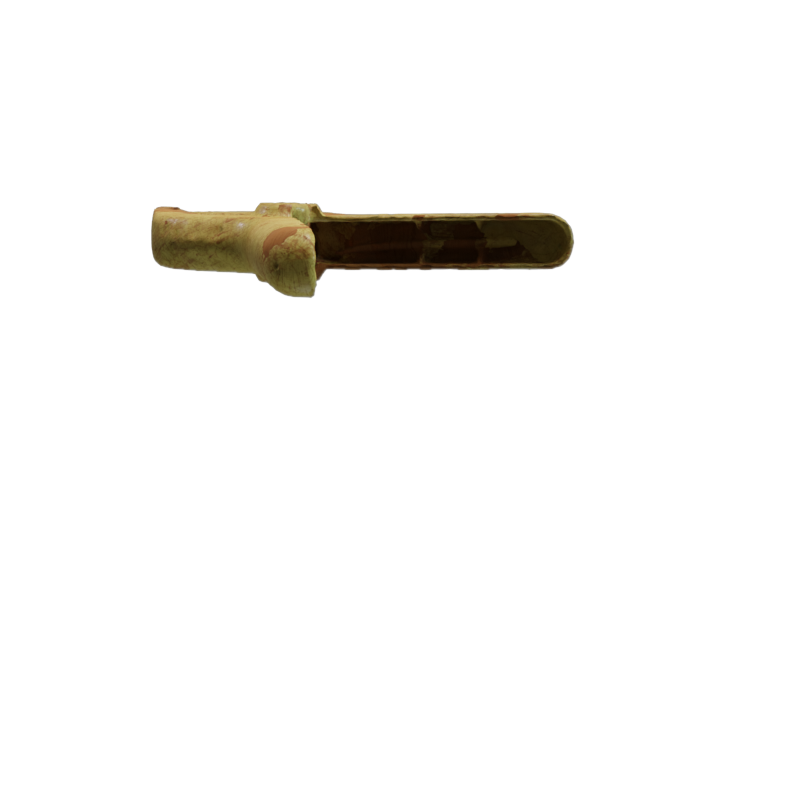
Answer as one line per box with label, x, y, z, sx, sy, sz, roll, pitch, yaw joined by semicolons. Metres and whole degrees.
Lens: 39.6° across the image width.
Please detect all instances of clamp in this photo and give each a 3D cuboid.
clamp;-0.040;-0.073;0.509;0.159;0.036;0.220;-8;14;-37
